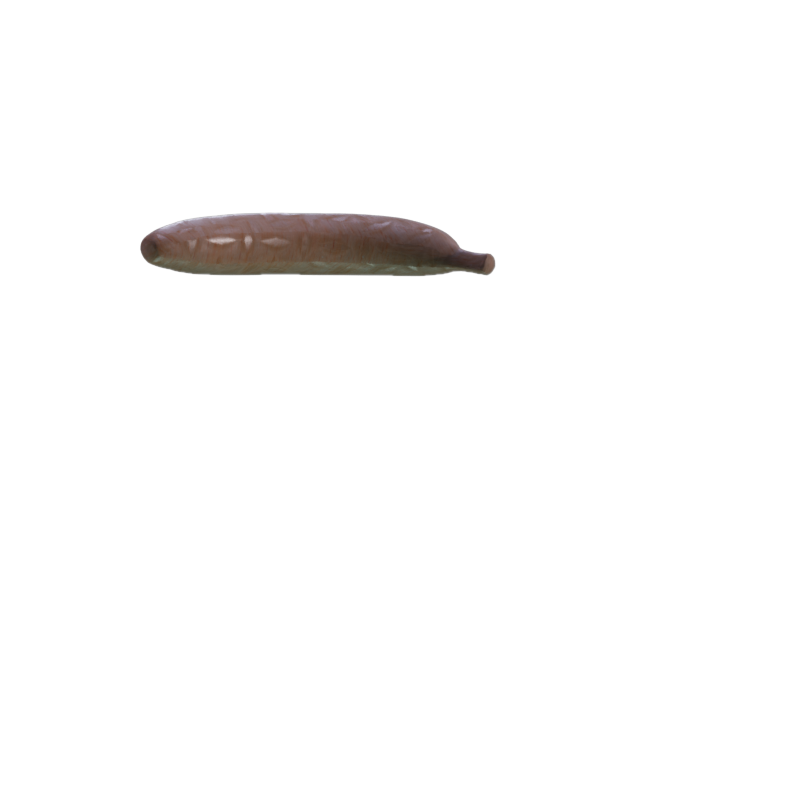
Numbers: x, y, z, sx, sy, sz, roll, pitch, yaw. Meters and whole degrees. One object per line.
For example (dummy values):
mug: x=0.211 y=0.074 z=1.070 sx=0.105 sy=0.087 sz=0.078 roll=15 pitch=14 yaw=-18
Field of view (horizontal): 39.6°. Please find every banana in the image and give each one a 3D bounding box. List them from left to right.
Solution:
banana: x=-0.050 y=-0.089 z=0.631 sx=0.194 sy=0.037 sz=0.071 roll=-1 pitch=4 yaw=-14
